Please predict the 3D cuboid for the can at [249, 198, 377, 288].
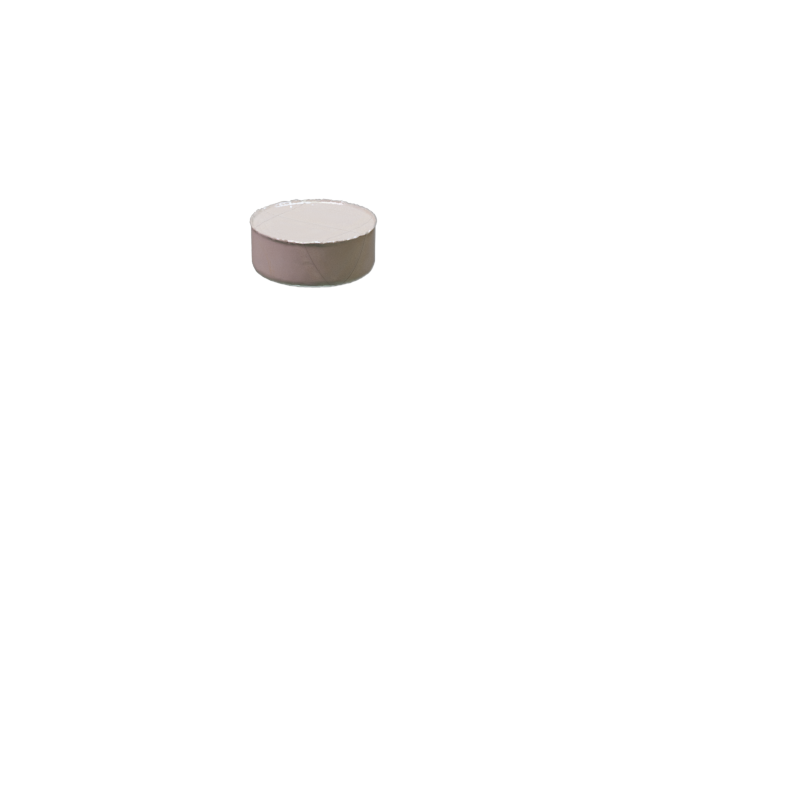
[{"bbox_3d":[-0.059,-0.107,0.751,0.086,0.032,0.091,-1,27,-2],"label":"can"}]
